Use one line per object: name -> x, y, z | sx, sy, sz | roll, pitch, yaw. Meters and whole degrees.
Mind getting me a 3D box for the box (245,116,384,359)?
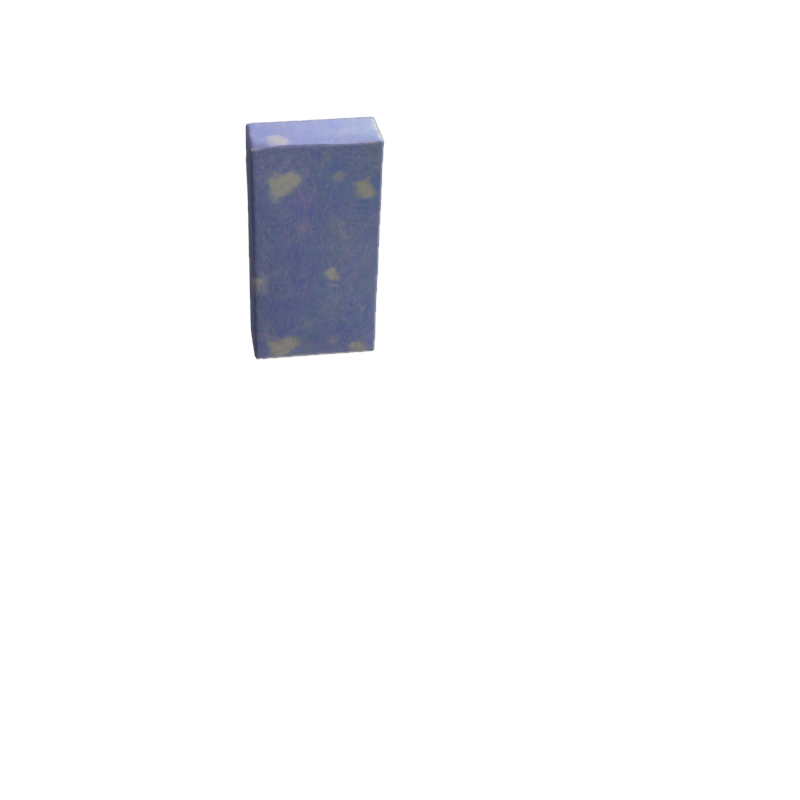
box -> -0.062, -0.113, 0.794 | 0.092, 0.165, 0.052 | -4, 37, -8
